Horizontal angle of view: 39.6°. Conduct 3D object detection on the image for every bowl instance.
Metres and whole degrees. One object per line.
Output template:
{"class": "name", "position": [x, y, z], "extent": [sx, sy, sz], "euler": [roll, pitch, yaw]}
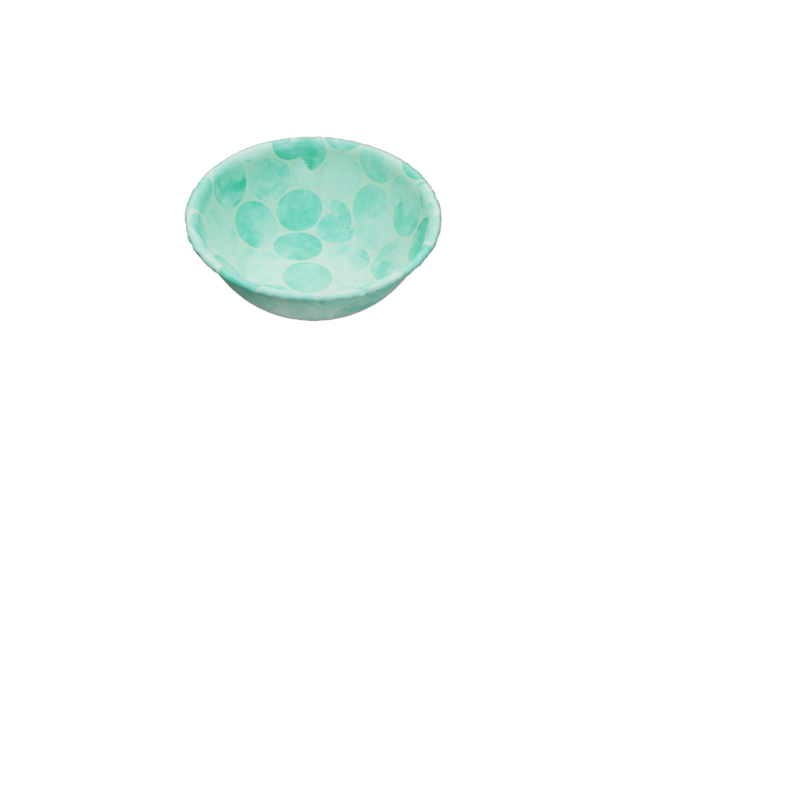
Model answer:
{"class": "bowl", "position": [-0.056, -0.102, 0.715], "extent": [0.162, 0.174, 0.051], "euler": [-1, -44, -1]}
